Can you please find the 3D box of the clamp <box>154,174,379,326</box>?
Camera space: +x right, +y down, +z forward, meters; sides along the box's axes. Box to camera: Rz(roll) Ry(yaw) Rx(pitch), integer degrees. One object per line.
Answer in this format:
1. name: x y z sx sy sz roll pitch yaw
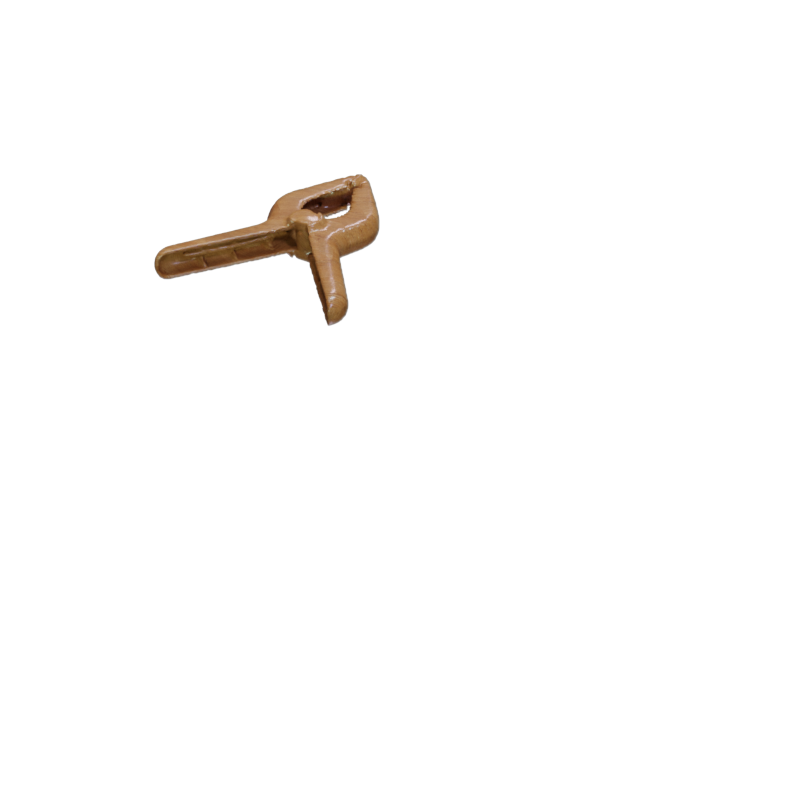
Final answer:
1. clamp: -0.070 -0.127 0.891 0.173 0.034 0.212 21 39 27
